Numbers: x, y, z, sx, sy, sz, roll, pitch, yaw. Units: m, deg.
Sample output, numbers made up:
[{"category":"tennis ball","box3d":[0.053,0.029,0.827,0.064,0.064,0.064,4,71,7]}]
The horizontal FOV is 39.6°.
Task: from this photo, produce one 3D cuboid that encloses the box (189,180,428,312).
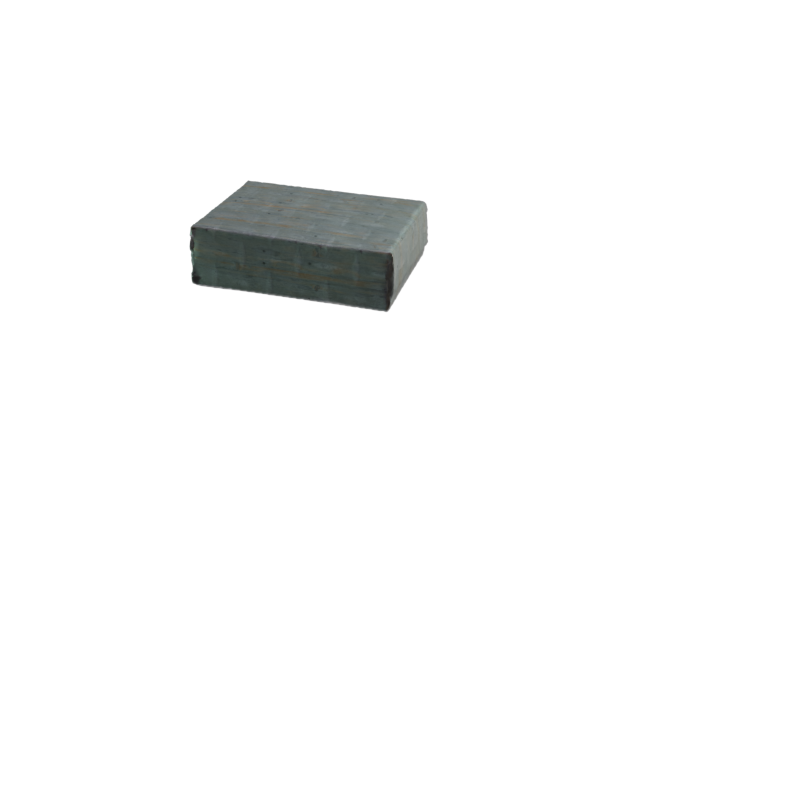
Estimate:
[{"category":"box","box3d":[-0.048,-0.088,0.614,0.116,0.037,0.092,7,26,14]}]
